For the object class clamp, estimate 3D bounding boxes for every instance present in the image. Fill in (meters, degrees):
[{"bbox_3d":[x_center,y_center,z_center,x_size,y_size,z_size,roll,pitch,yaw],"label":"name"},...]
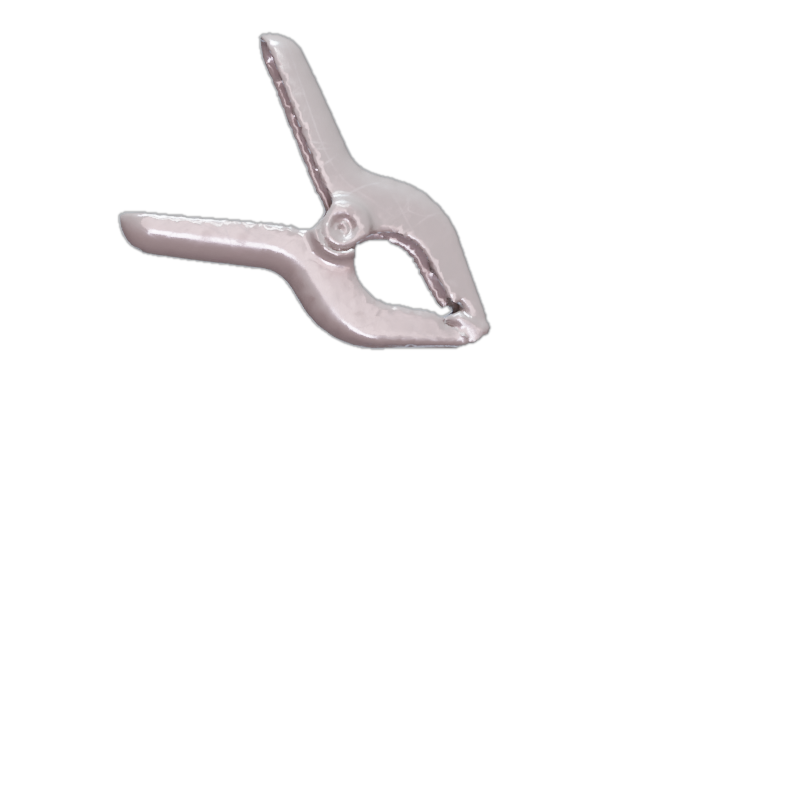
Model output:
[{"bbox_3d":[-0.040,-0.073,0.510,0.173,0.120,0.039,45,-3,3],"label":"clamp"}]
